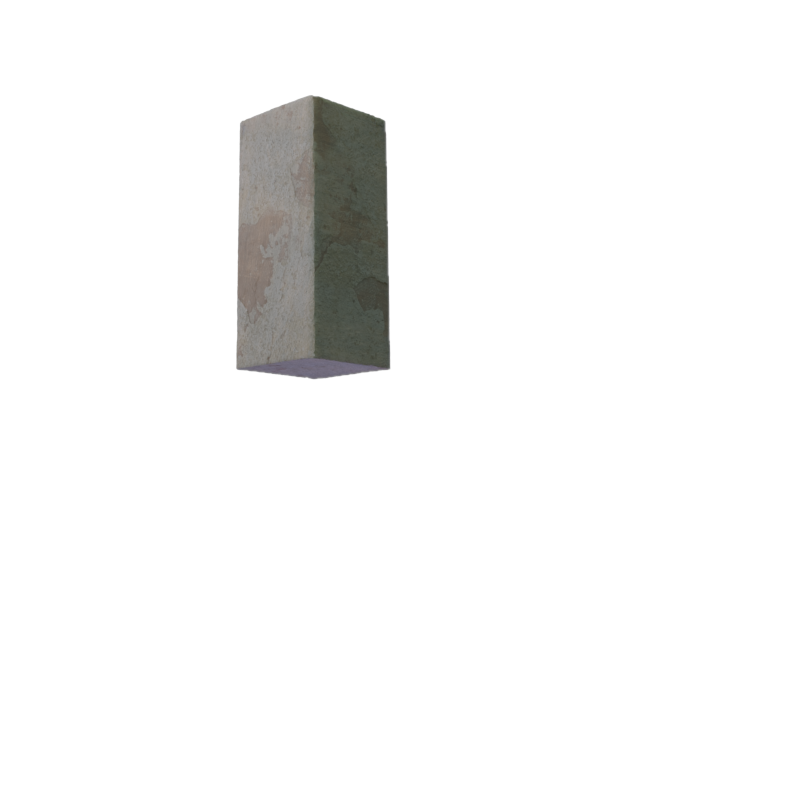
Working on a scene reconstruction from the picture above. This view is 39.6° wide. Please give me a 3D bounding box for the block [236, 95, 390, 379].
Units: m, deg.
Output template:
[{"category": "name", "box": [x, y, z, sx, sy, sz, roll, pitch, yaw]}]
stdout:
[{"category": "block", "box": [-0.070, -0.128, 0.892, 0.092, 0.213, 0.086, -13, -17, 42]}]
